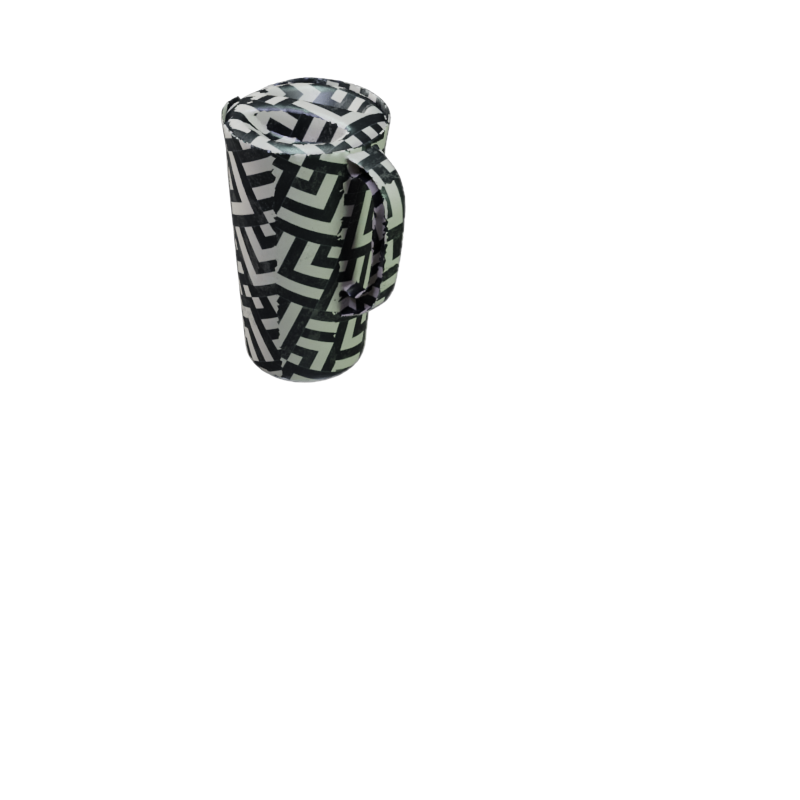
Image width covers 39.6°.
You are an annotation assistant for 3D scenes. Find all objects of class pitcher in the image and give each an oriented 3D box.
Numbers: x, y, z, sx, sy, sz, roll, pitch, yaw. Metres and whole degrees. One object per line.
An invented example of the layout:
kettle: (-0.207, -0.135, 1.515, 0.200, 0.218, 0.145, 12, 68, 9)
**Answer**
pitcher: (-0.072, -0.131, 0.921, 0.145, 0.227, 0.159, 2, 37, 0)
